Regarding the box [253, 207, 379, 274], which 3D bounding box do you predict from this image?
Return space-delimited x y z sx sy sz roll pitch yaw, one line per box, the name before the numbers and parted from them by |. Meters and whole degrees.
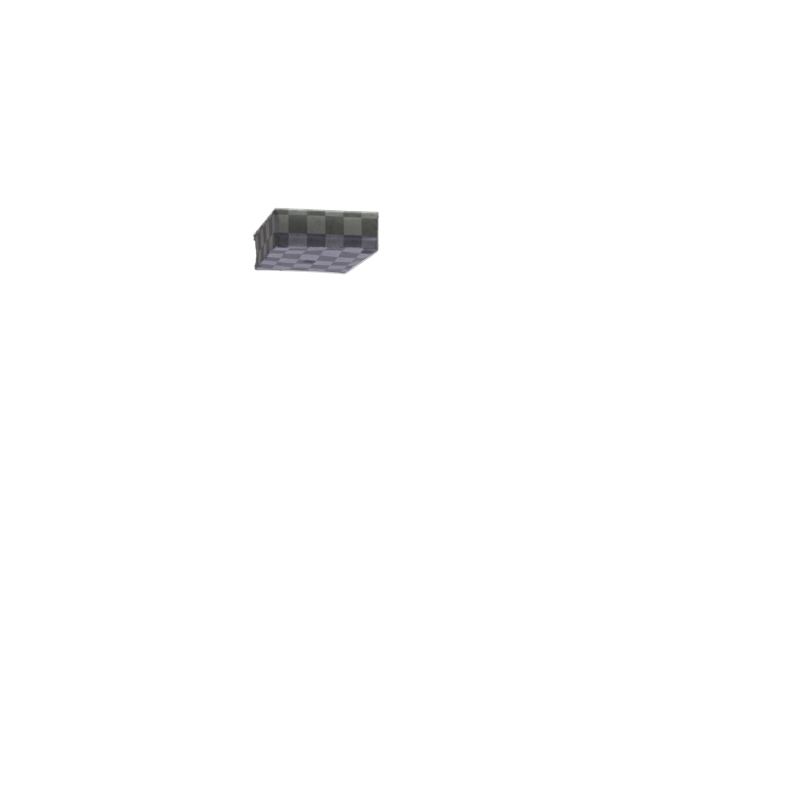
box | -0.075 -0.137 0.963 0.088 0.040 0.113 2 -7 -15
